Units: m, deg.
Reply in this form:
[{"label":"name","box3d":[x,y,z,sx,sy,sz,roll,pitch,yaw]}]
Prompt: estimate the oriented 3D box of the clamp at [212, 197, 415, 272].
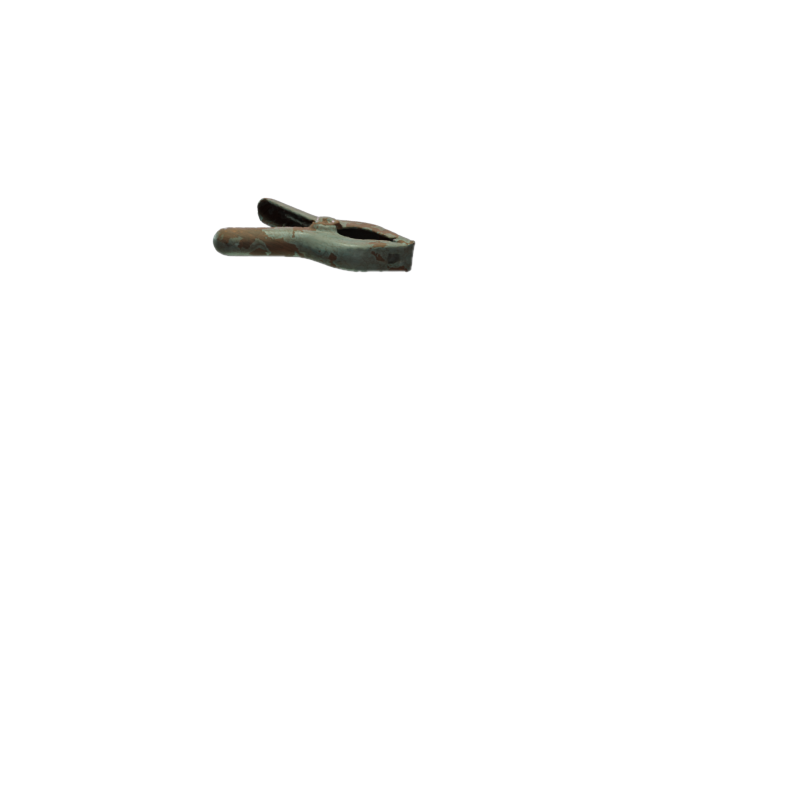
[{"label":"clamp","box3d":[-0.076,-0.139,0.976,0.178,0.037,0.122,14,33,22]}]
